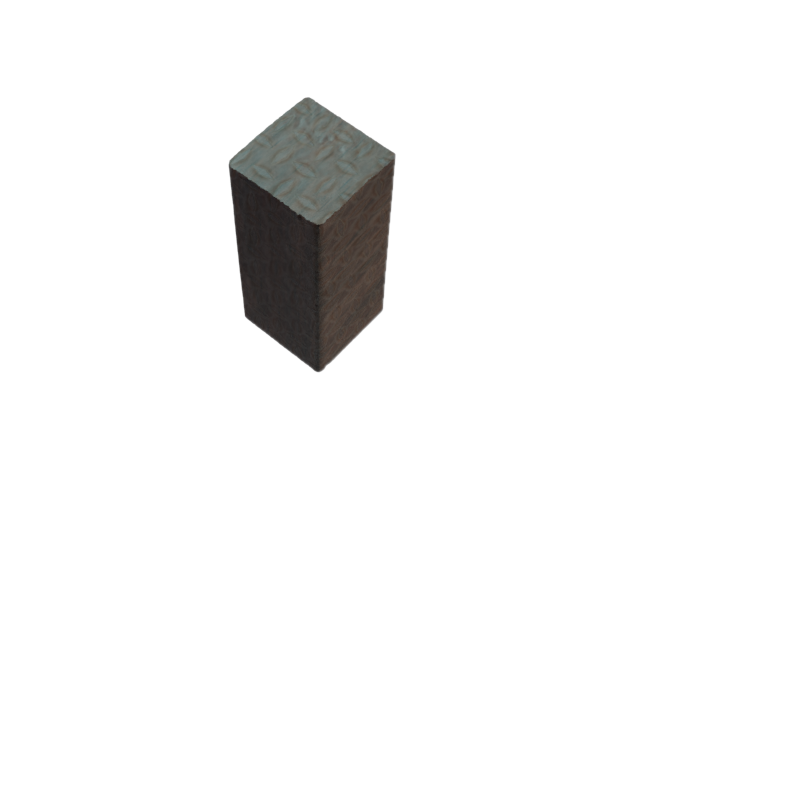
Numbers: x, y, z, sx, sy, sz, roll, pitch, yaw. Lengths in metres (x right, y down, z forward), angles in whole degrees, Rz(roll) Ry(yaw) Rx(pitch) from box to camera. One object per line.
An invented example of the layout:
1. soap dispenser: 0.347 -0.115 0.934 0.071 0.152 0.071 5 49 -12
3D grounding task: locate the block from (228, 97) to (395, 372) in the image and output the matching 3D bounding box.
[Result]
1. block: -0.069 -0.125 0.878 0.095 0.092 0.193 37 -26 17
